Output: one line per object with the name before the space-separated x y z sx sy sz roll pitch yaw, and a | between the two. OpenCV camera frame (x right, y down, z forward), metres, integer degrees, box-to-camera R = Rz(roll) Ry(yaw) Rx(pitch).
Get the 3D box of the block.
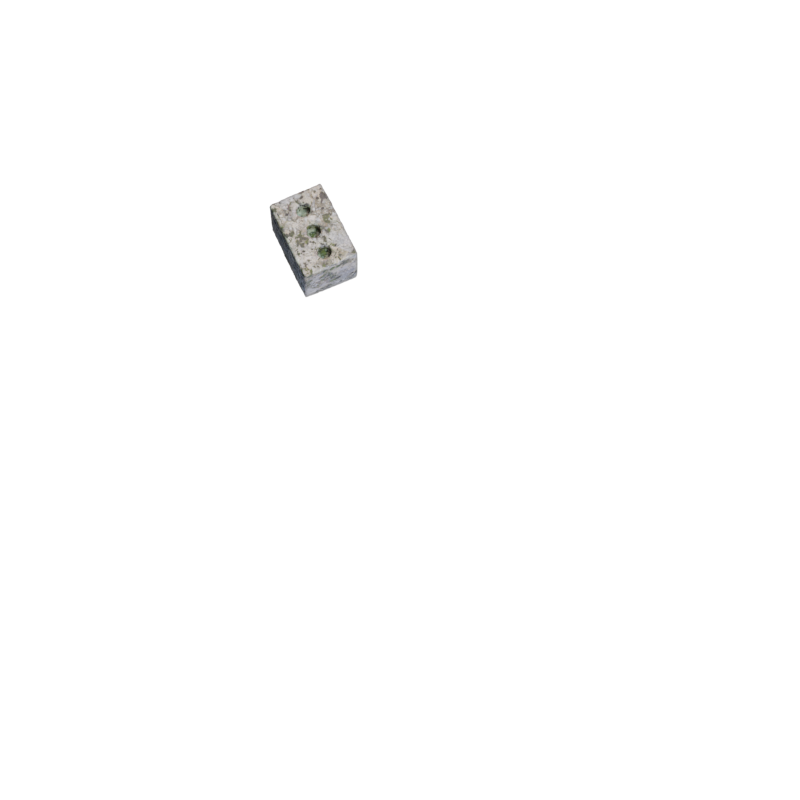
block | -0.078 -0.142 0.994 0.053 0.082 0.049 -24 -18 -10
